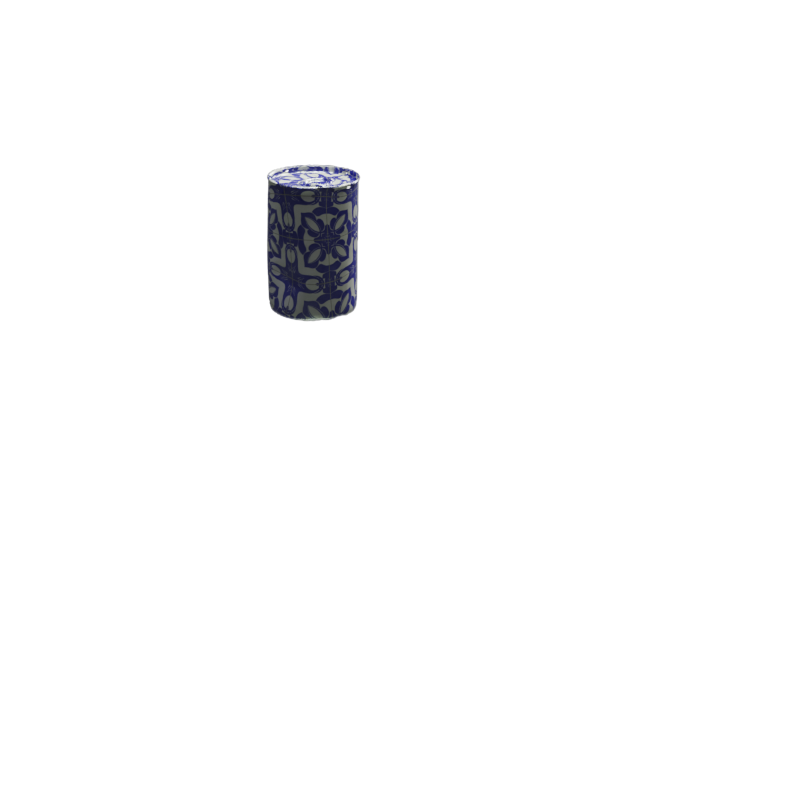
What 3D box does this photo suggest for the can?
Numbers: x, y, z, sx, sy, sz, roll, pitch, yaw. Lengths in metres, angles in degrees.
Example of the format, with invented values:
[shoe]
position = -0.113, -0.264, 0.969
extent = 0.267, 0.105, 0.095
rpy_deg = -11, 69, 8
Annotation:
[can]
position = -0.064, -0.117, 0.822
extent = 0.068, 0.098, 0.072
rpy_deg = 0, 20, -2
